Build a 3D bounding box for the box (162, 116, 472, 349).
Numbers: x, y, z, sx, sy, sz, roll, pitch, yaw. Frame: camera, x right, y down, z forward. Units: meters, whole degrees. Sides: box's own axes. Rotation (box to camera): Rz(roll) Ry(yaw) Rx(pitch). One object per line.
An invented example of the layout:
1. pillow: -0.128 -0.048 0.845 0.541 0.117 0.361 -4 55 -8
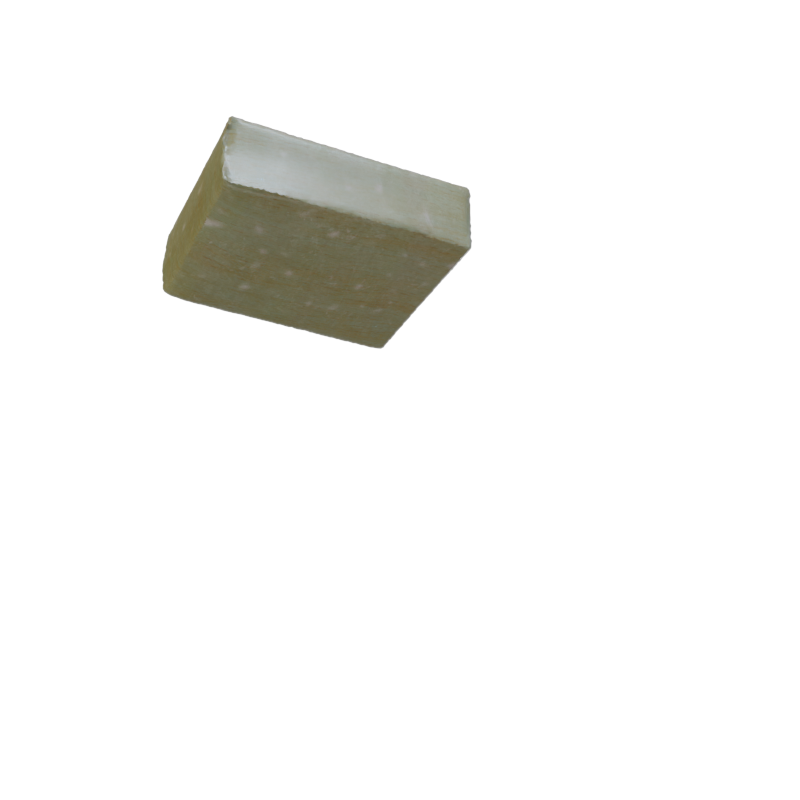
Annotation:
1. box: -0.038 -0.069 0.486 0.110 0.042 0.087 13 -35 -20
